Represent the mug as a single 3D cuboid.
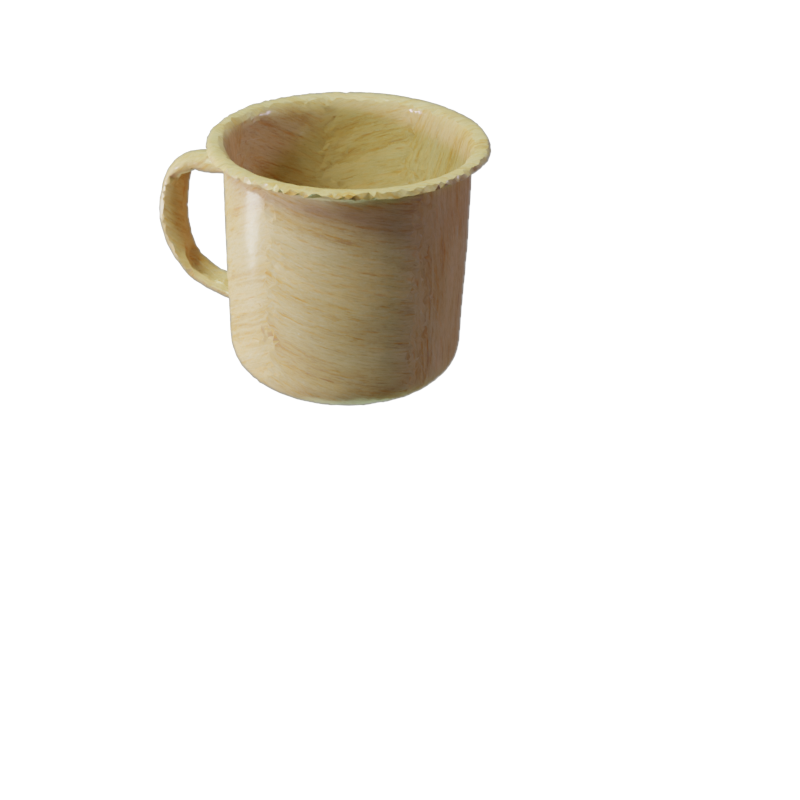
[{"bbox_3d":[-0.030,-0.055,0.384,0.120,0.077,0.096,10,32,15],"label":"mug"}]
